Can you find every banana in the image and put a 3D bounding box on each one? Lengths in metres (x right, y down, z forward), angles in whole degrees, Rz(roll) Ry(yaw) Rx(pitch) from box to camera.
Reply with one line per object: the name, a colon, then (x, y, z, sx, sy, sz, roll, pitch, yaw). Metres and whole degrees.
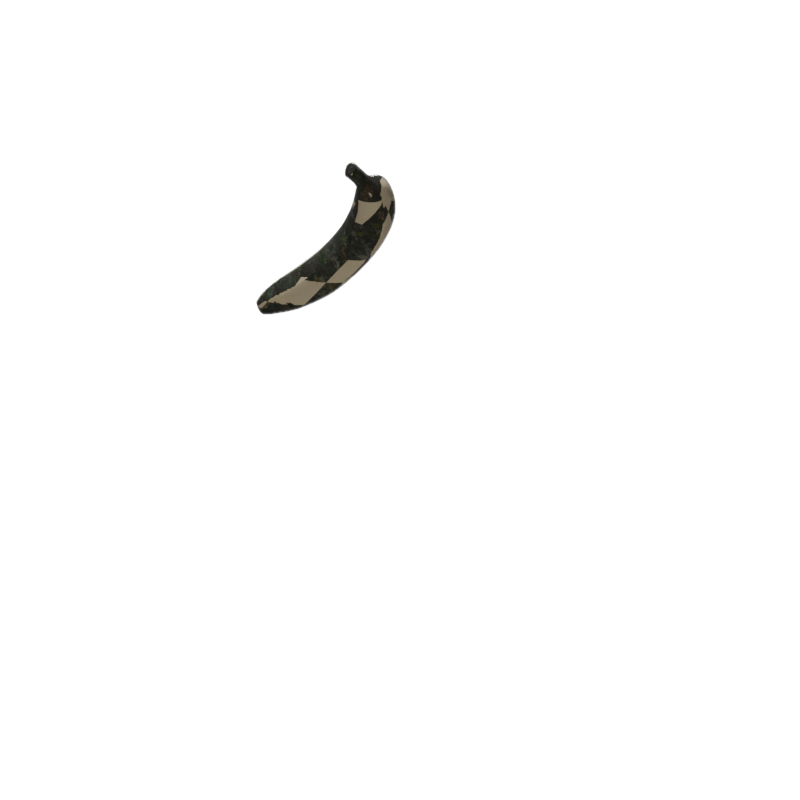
banana: (-0.055, -0.130, 0.933, 0.067, 0.039, 0.191, 18, -42, -22)
